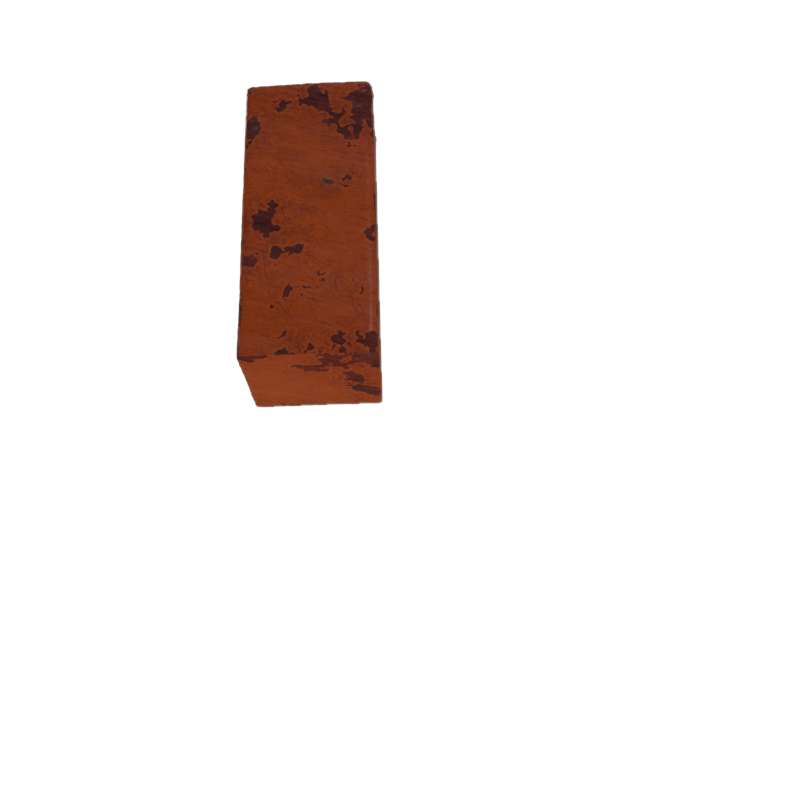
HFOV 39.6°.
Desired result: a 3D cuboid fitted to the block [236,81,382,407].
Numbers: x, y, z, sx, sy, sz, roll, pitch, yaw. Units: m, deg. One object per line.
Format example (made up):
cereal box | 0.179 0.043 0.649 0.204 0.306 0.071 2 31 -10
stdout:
block | -0.059 -0.110 0.767 0.090 0.219 0.085 -3 -27 2
